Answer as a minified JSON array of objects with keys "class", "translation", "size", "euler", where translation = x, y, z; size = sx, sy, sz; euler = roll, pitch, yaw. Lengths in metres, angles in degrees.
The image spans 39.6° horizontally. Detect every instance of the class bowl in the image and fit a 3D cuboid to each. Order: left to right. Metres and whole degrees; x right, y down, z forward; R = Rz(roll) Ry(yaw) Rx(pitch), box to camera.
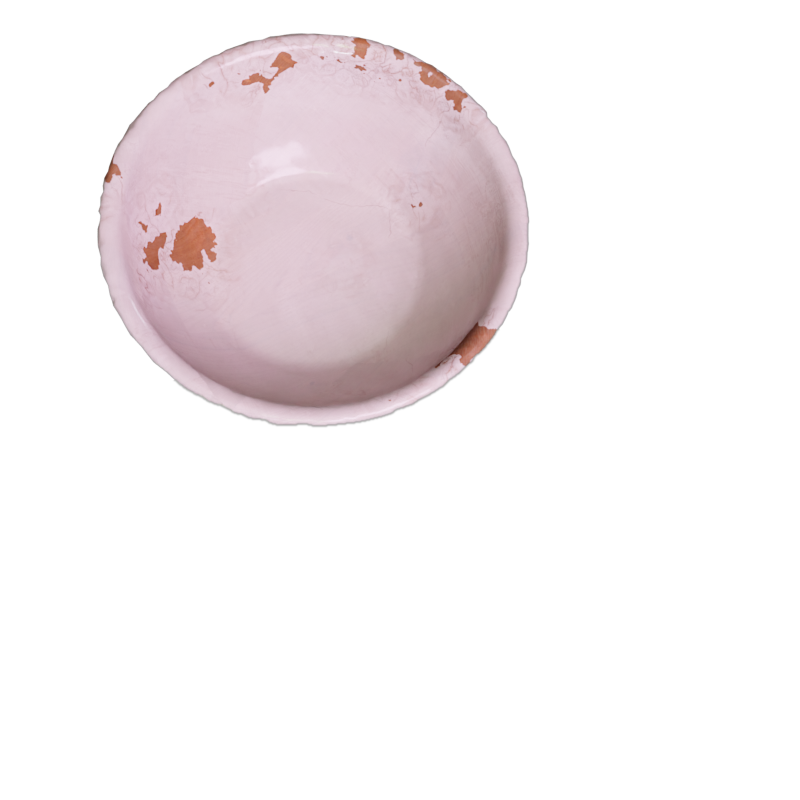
[{"class":"bowl","translation":[-0.034,-0.062,0.437],"size":[0.162,0.171,0.052],"euler":[-1,-23,-1]}]
